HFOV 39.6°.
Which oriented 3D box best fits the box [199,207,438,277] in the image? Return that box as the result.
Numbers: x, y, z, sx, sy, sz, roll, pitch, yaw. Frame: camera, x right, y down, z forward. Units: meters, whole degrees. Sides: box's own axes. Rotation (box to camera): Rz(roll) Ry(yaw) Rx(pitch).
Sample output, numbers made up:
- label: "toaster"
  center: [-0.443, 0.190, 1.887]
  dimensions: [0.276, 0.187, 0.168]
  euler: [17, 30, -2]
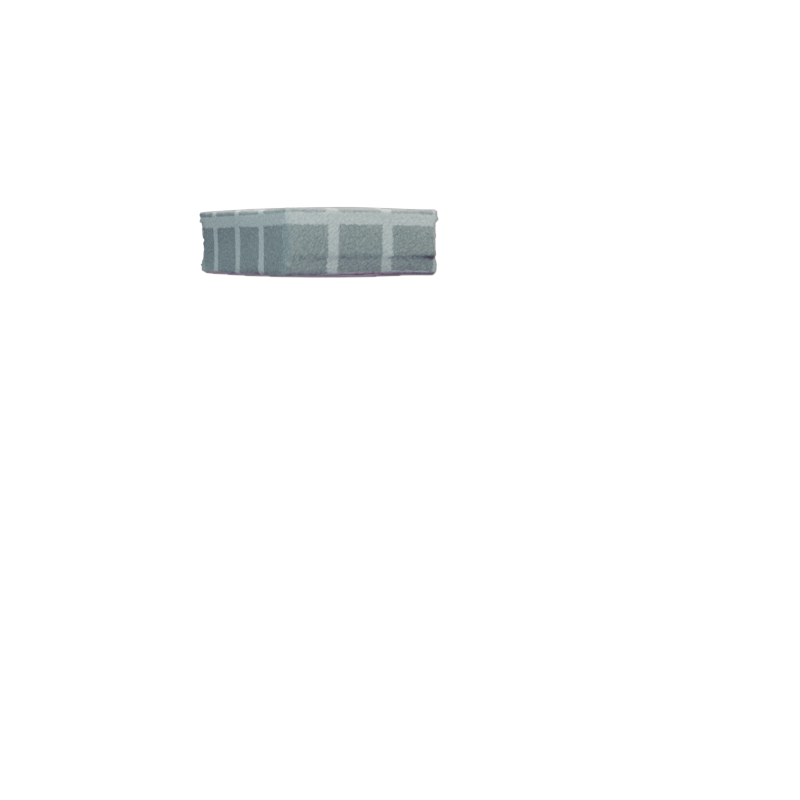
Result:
- label: "box"
  center: [-0.047, -0.086, 0.599]
  dimensions: [0.087, 0.039, 0.118]
  euler: [-3, 6, -30]
